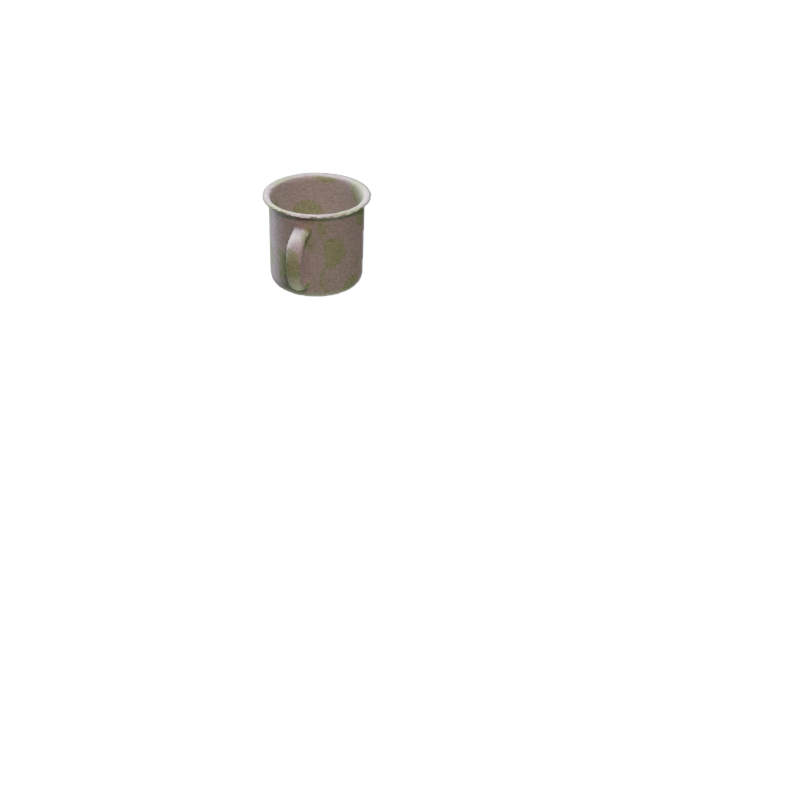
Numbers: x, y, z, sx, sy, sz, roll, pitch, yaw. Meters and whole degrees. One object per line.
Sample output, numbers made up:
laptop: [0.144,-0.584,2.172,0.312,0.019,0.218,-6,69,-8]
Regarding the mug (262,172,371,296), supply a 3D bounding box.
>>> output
mug: [-0.075,-0.136,0.955,0.095,0.077,0.122,6,32,9]
